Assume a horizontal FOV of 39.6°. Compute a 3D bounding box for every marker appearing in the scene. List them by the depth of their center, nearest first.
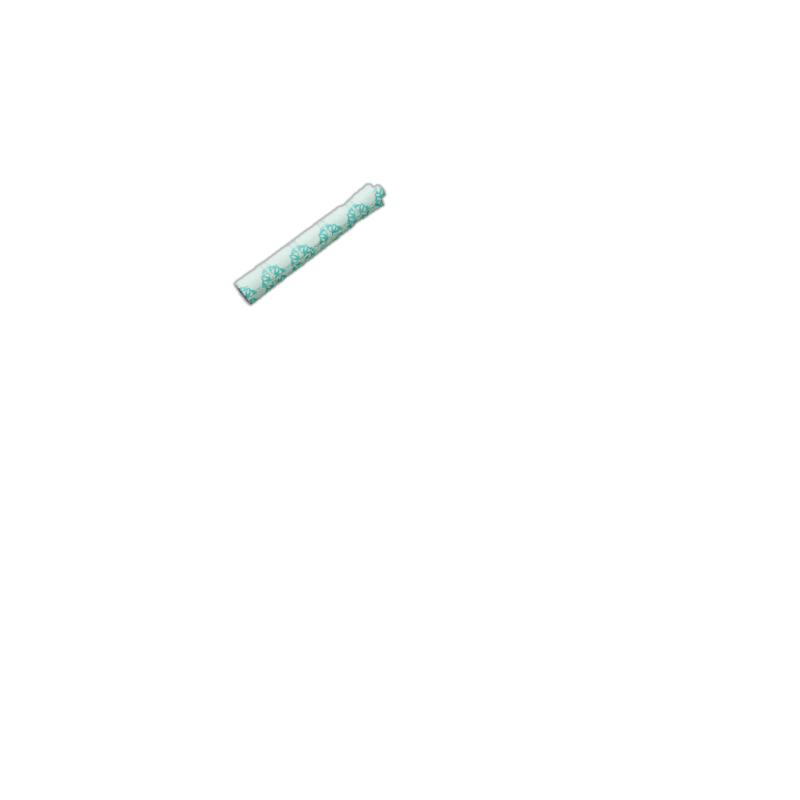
[{"bbox_3d":[-0.059,-0.108,0.754,0.121,0.019,0.020,-38,12,-10],"label":"marker"}]
